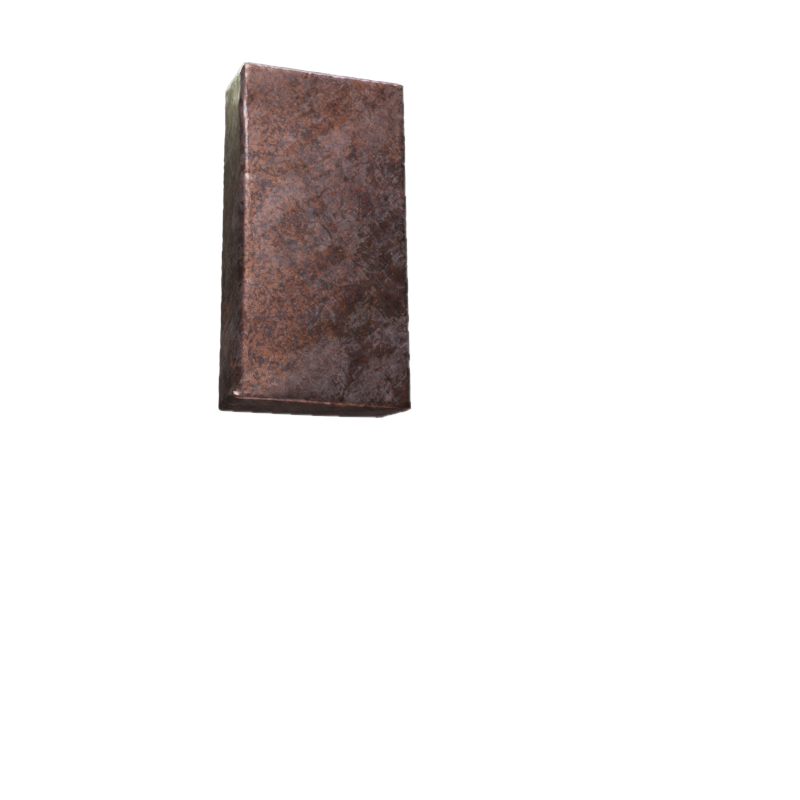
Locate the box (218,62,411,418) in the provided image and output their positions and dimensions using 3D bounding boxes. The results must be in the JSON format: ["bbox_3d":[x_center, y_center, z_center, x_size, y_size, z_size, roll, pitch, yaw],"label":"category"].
[{"bbox_3d":[-0.045,-0.082,0.578,0.091,0.183,0.047,5,-18,-19],"label":"box"}]
